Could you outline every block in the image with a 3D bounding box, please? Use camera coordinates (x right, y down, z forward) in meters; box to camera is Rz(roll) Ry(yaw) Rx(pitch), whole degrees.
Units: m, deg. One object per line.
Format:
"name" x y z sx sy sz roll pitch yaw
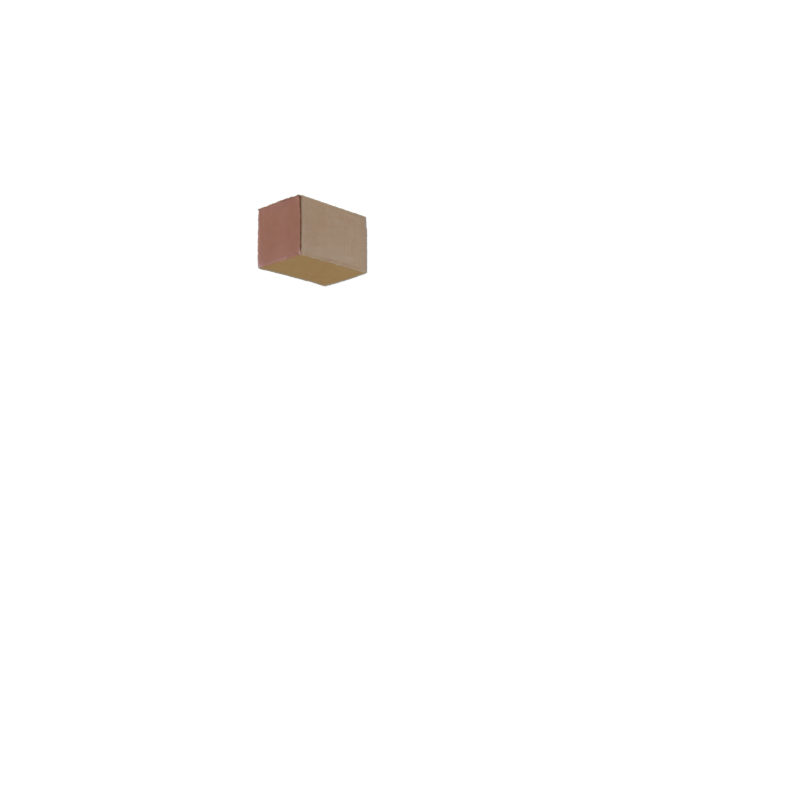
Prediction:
"block" -0.071 -0.129 0.903 0.054 0.053 0.074 -14 -19 42
